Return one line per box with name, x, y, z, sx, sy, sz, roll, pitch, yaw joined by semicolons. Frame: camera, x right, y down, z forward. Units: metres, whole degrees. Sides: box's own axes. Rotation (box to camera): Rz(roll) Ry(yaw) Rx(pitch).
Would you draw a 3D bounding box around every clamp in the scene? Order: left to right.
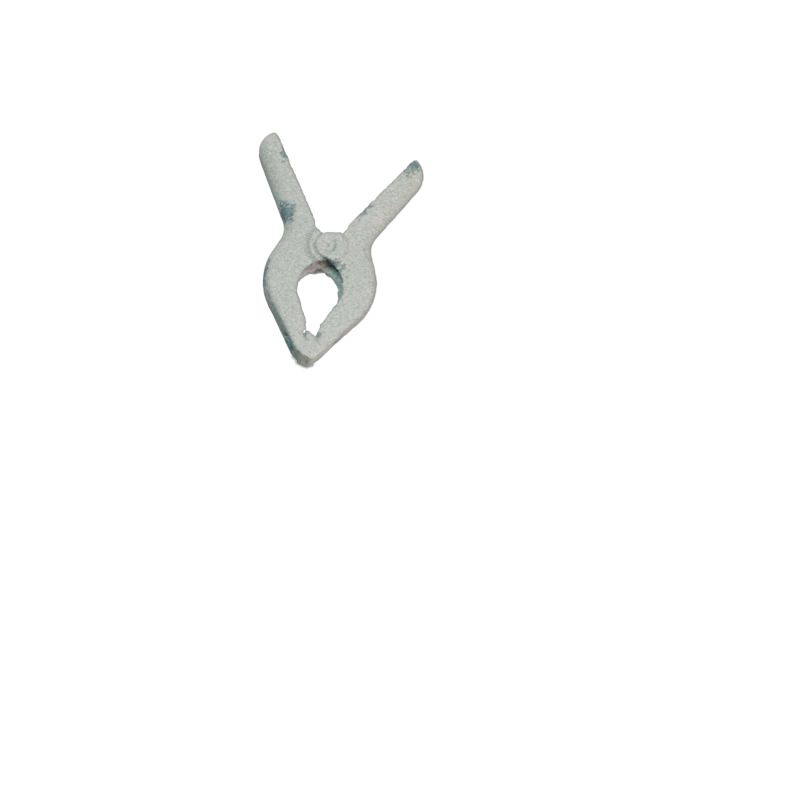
clamp;-0.061;-0.112;0.782;0.122;0.178;0.037;16;-23;6
